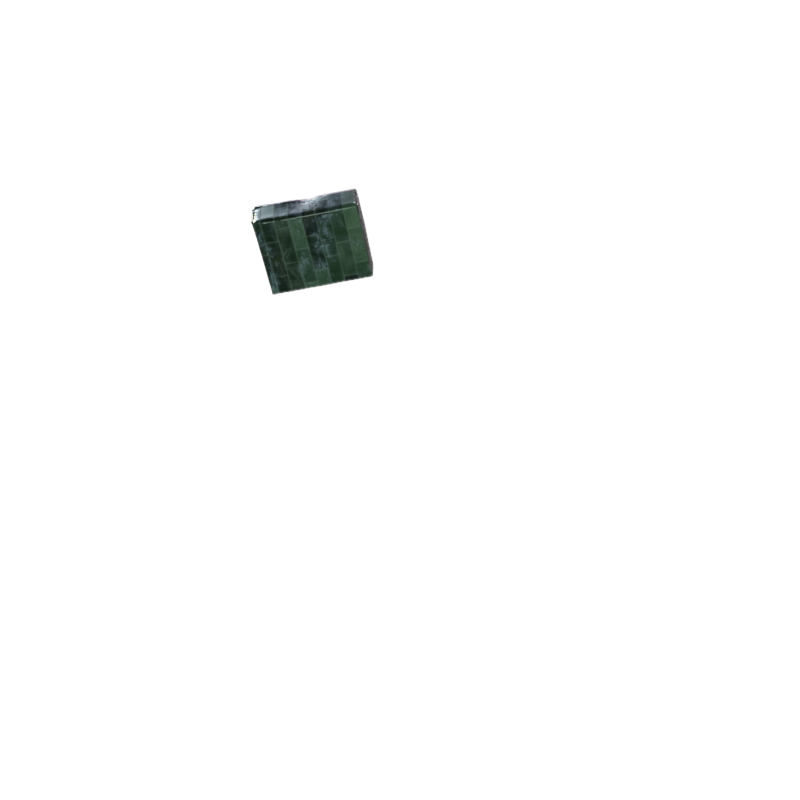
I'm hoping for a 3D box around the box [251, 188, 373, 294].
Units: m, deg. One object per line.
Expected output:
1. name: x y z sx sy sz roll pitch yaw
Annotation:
1. box: -0.072 -0.131 0.919 0.090 0.068 0.032 -9 35 6
